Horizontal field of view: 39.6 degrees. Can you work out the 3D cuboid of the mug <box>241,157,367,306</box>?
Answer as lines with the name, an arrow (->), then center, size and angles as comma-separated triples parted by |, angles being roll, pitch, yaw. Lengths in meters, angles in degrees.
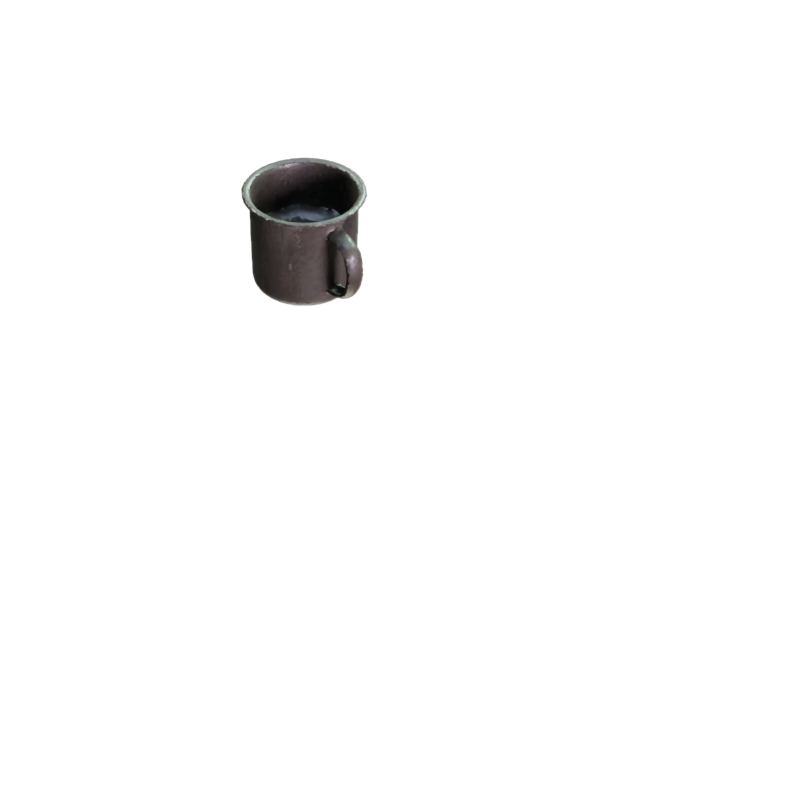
mug -> -0.066, -0.119, 0.837 | 0.093, 0.076, 0.126 | -25, 47, -28
